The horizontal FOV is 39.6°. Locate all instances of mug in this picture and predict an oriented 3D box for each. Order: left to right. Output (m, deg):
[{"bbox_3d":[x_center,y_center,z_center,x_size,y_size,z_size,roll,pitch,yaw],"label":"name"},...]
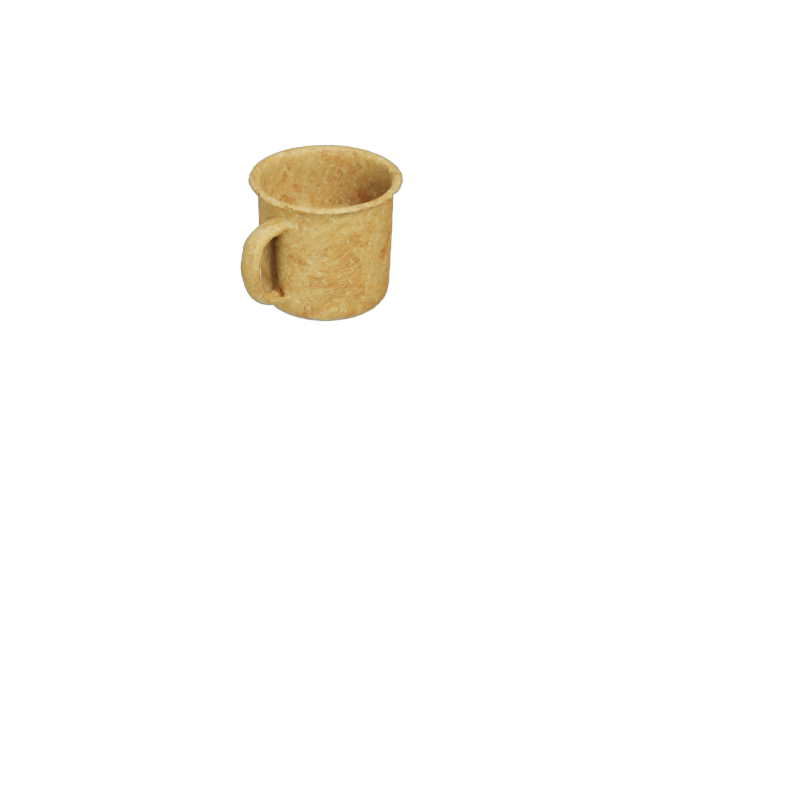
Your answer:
[{"bbox_3d":[-0.053,-0.097,0.679,0.098,0.076,0.118,22,39,29],"label":"mug"}]
